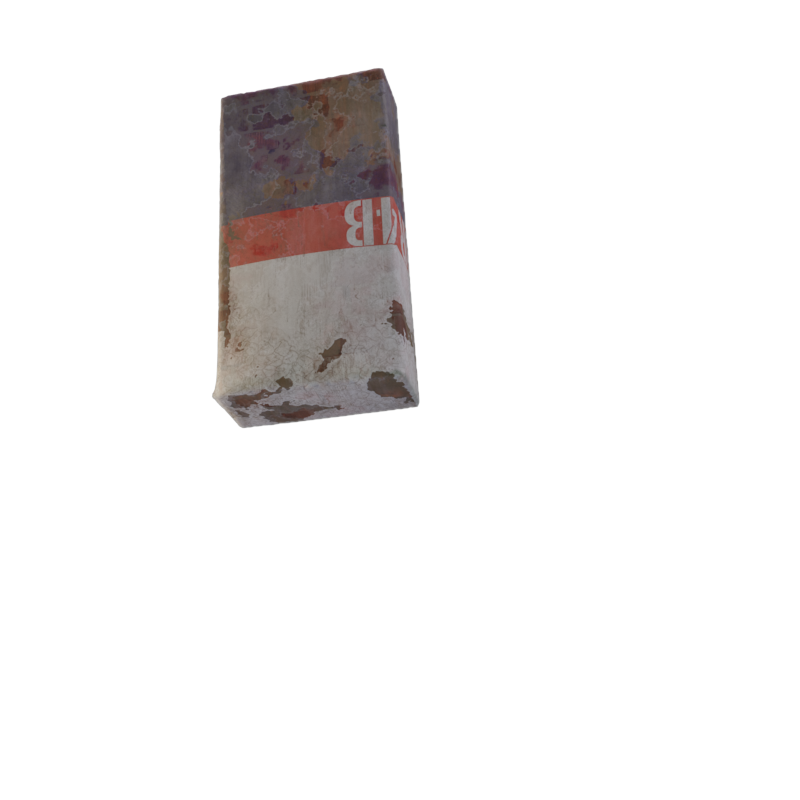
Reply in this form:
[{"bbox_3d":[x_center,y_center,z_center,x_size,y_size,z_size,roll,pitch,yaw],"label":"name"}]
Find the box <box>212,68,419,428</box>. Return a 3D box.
[{"bbox_3d":[-0.044,-0.080,0.560,0.094,0.188,0.045,-8,-30,11],"label":"box"}]
